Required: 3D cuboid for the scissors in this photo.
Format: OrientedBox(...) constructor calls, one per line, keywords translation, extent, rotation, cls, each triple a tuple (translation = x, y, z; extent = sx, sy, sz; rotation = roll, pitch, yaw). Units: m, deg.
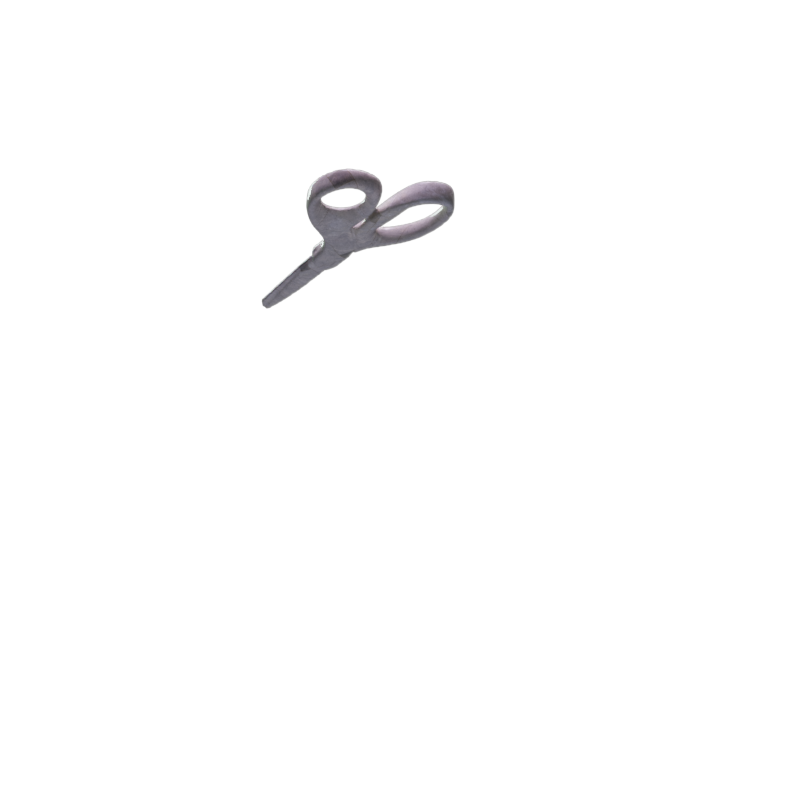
OrientedBox(translation=(-0.055, -0.101, 0.708), extent=(0.203, 0.017, 0.090), rotation=(-18, -27, 41), cls="scissors")
